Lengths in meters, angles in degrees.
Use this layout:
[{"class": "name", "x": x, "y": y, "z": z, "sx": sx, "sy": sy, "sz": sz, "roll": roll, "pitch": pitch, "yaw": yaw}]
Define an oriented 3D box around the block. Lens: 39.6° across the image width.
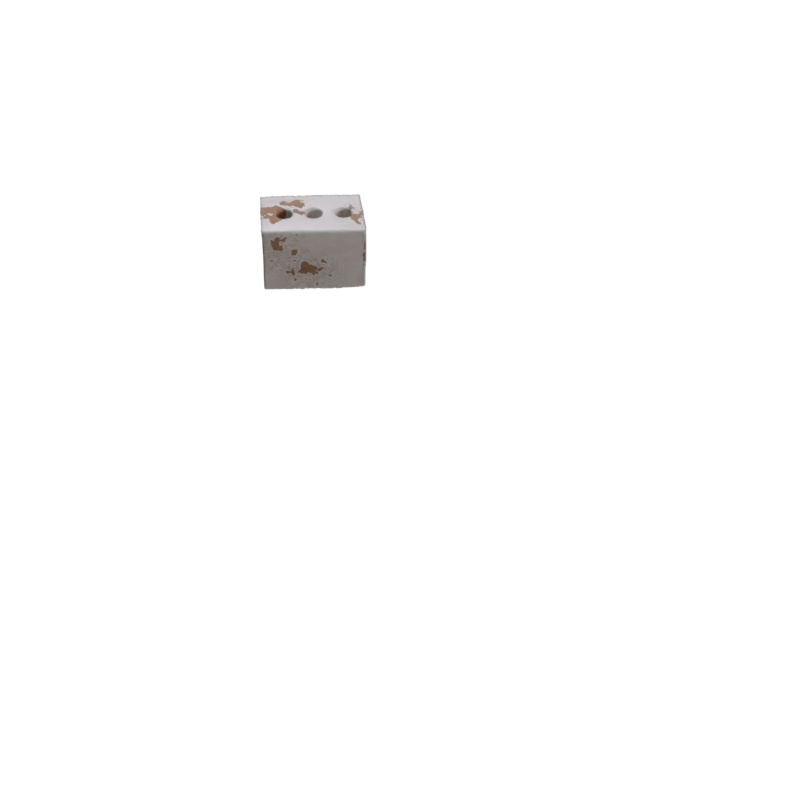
[{"class": "block", "x": -0.065, "y": -0.118, "z": 0.825, "sx": 0.078, "sy": 0.048, "sz": 0.056, "roll": -2, "pitch": 36, "yaw": -4}]
